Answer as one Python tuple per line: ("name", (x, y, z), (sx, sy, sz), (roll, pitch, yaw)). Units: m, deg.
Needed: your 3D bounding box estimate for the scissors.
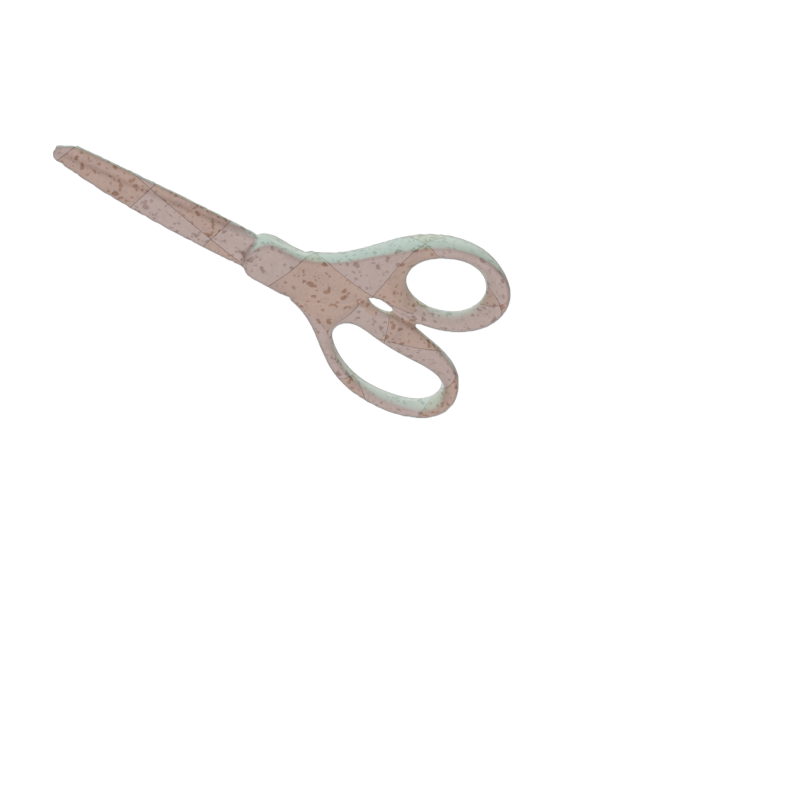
("scissors", (-0.036, -0.065, 0.458), (0.095, 0.192, 0.017), (-40, 23, 20))
